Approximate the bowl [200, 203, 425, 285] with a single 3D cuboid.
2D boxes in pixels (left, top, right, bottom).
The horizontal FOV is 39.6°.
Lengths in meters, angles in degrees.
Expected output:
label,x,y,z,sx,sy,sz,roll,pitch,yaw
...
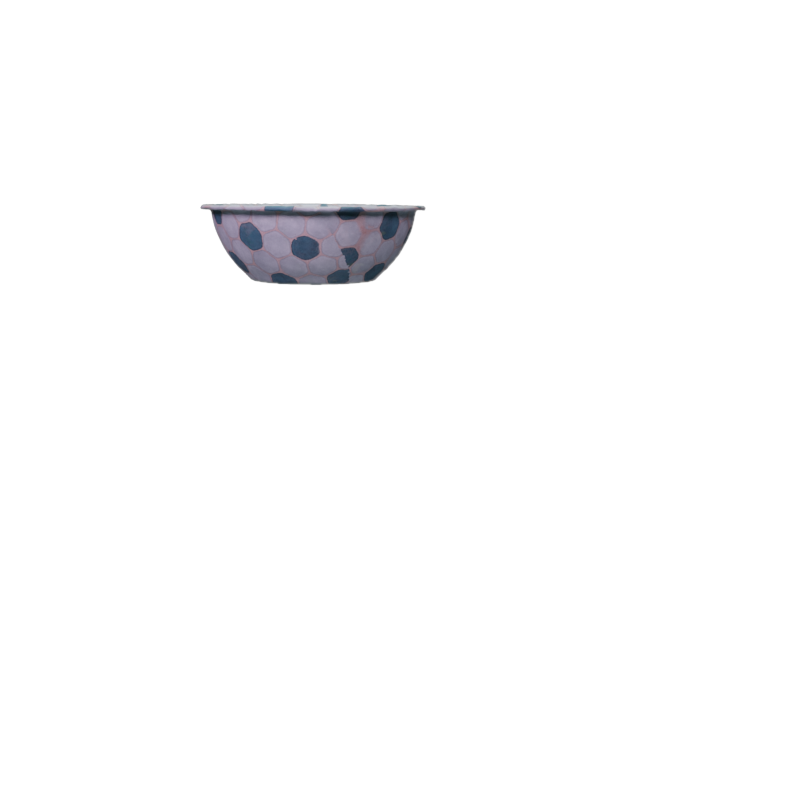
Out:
label,x,y,z,sx,sy,sz,roll,pitch,yaw
bowl,-0.063,-0.114,0.801,0.162,0.054,0.165,0,10,-2
